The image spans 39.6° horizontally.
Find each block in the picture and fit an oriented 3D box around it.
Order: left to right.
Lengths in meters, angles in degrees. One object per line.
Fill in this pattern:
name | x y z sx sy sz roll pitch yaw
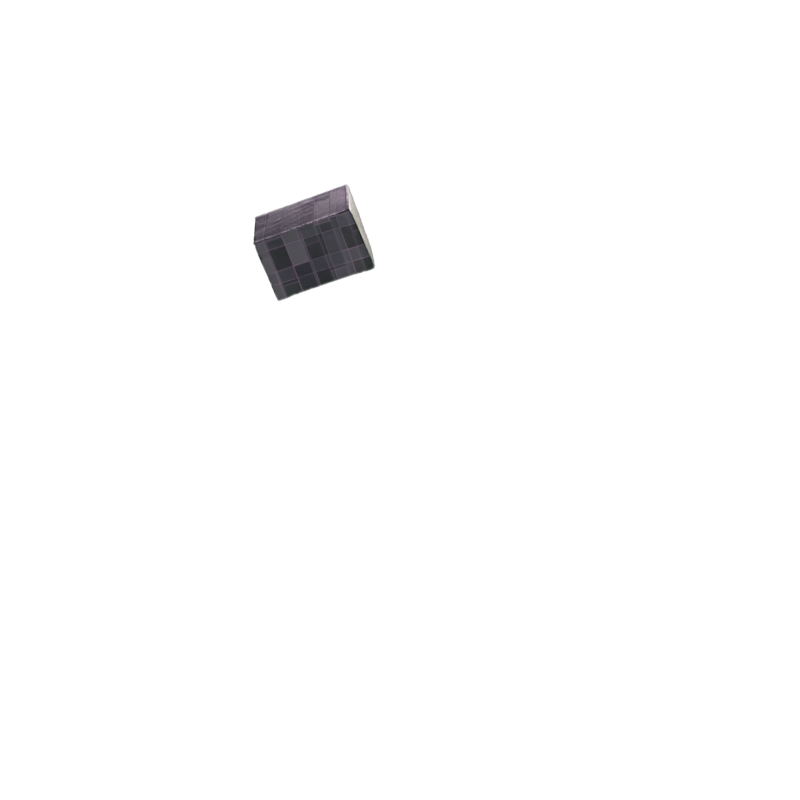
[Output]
block | -0.065 -0.118 0.825 0.078 0.050 0.054 -18 28 8
